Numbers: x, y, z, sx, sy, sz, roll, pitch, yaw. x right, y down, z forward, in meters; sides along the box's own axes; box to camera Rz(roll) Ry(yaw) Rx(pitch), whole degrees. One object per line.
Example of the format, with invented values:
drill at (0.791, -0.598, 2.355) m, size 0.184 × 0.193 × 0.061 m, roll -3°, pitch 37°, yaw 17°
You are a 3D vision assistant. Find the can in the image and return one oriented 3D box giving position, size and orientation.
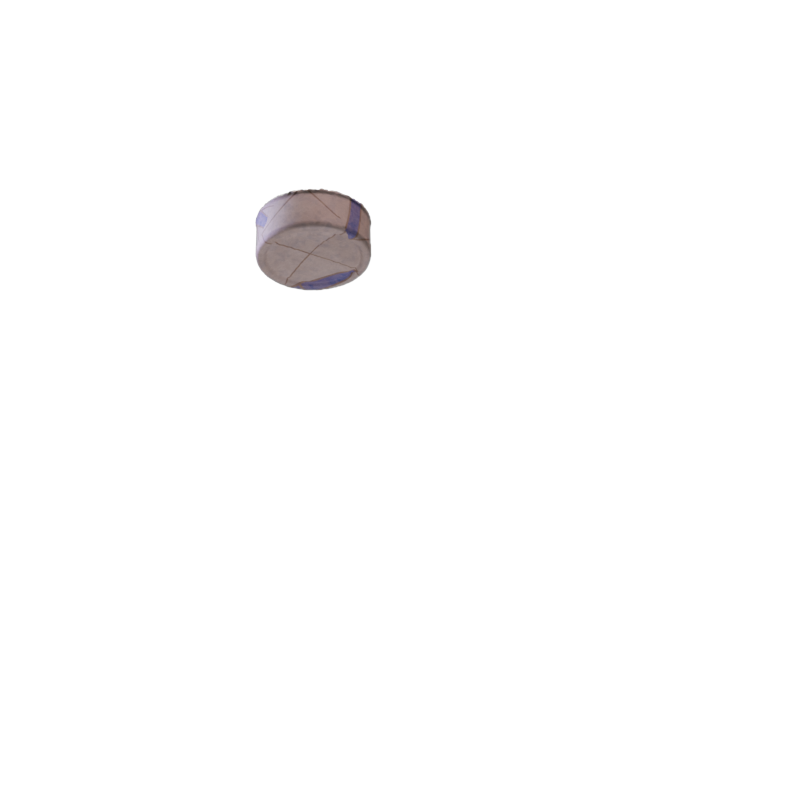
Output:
can at (-0.064, -0.116, 0.814) m, size 0.086 × 0.036 × 0.081 m, roll 1°, pitch -30°, yaw -2°
